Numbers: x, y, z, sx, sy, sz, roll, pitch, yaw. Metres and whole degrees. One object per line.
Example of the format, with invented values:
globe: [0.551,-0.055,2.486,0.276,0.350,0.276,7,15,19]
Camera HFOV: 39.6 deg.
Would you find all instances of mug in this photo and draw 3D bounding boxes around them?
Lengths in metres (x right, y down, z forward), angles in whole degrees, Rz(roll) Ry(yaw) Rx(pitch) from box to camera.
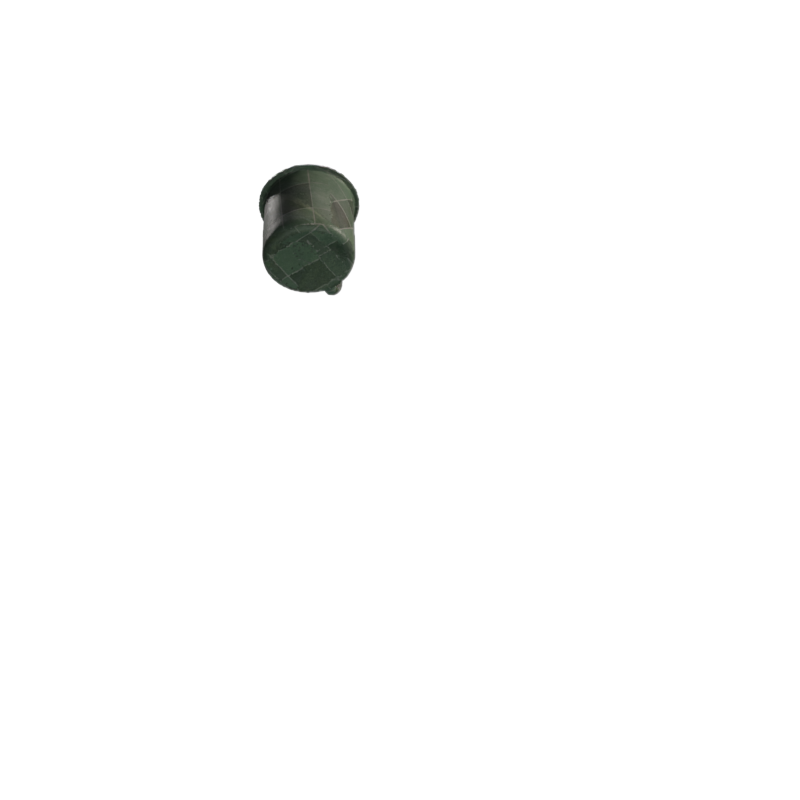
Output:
mug: [-0.078,-0.143,0.999,0.094,0.108,0.087,-14,42,11]
